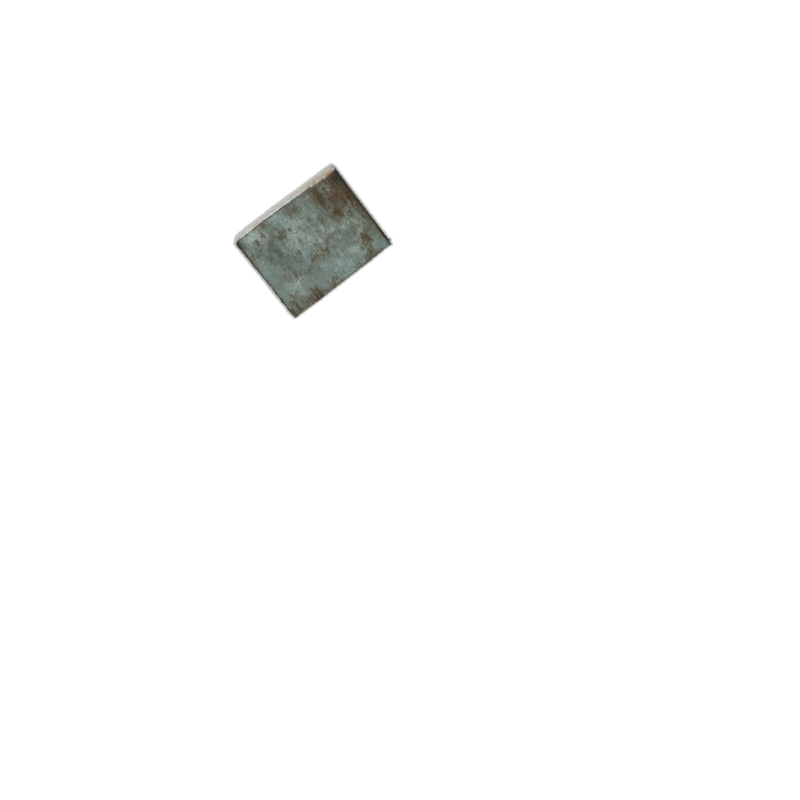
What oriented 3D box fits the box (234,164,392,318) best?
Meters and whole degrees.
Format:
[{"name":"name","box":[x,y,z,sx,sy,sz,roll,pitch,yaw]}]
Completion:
[{"name":"box","box":[-0.078,-0.142,0.994,0.113,0.088,0.040,-36,8,5]}]
